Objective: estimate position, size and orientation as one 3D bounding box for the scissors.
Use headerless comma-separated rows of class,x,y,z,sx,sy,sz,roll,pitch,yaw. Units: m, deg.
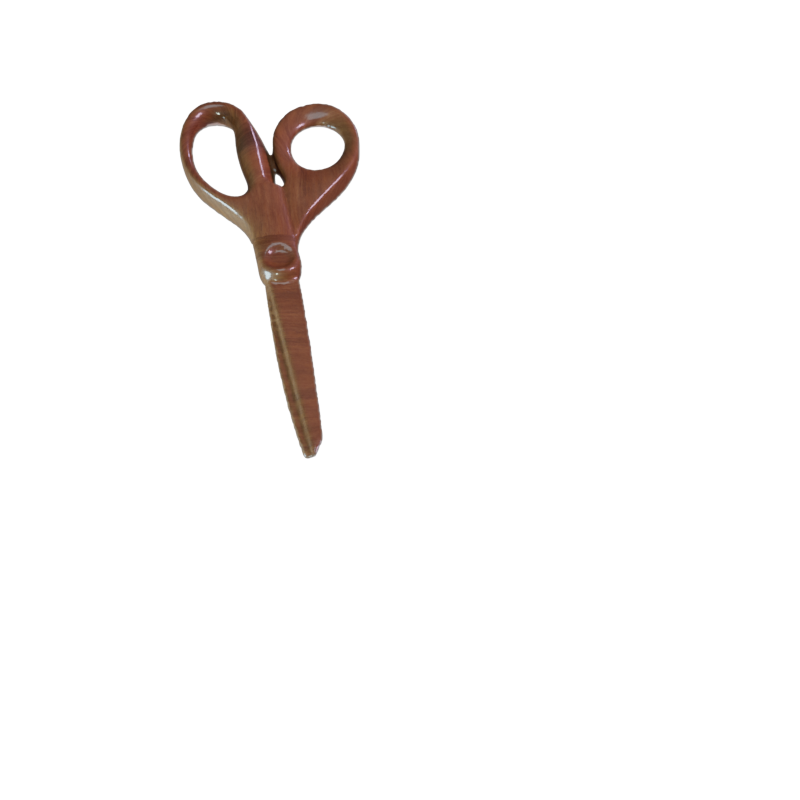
scissors,-0.039,-0.072,0.504,0.095,0.217,0.015,-20,-34,-15
